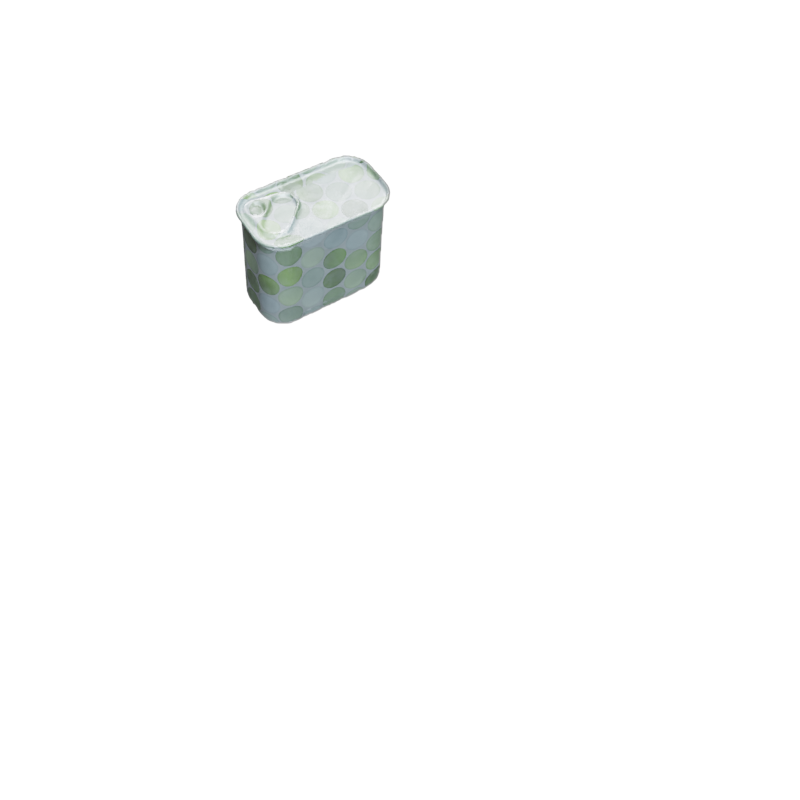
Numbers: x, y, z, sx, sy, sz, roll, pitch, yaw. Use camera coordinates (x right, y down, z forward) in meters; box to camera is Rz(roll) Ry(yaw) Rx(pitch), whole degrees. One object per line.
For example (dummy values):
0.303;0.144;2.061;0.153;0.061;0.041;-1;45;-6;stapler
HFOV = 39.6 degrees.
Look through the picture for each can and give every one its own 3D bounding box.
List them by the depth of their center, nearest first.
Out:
-0.060;-0.110;0.768;0.101;0.062;0.078;-26;-34;-21;can
